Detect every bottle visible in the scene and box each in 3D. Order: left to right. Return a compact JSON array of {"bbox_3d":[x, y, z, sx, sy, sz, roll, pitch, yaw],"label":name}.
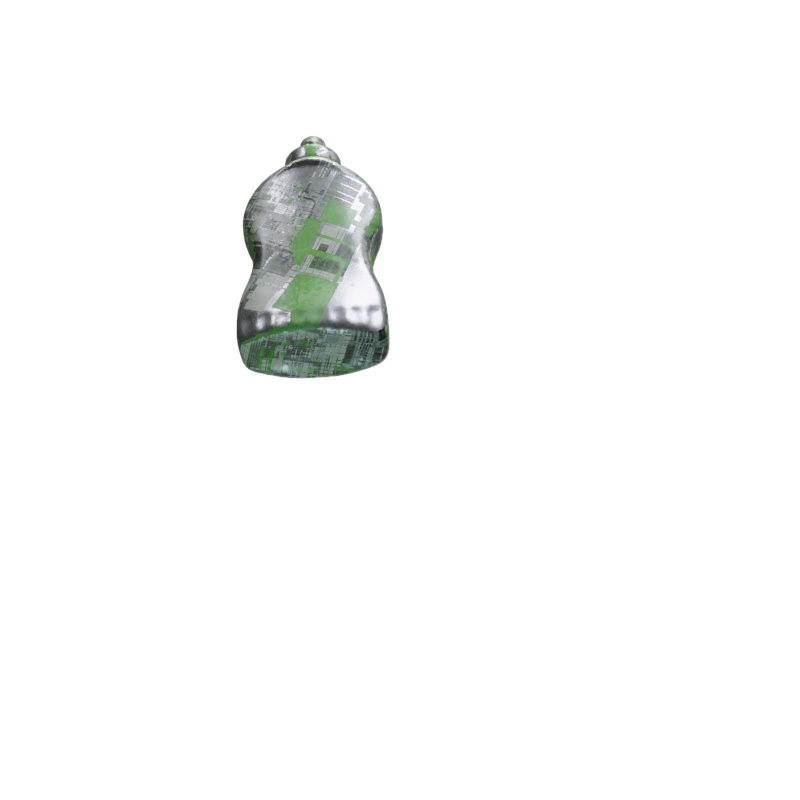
[{"bbox_3d":[-0.059,-0.108,0.755,0.096,0.206,0.054,-6,-38,4],"label":"bottle"}]
